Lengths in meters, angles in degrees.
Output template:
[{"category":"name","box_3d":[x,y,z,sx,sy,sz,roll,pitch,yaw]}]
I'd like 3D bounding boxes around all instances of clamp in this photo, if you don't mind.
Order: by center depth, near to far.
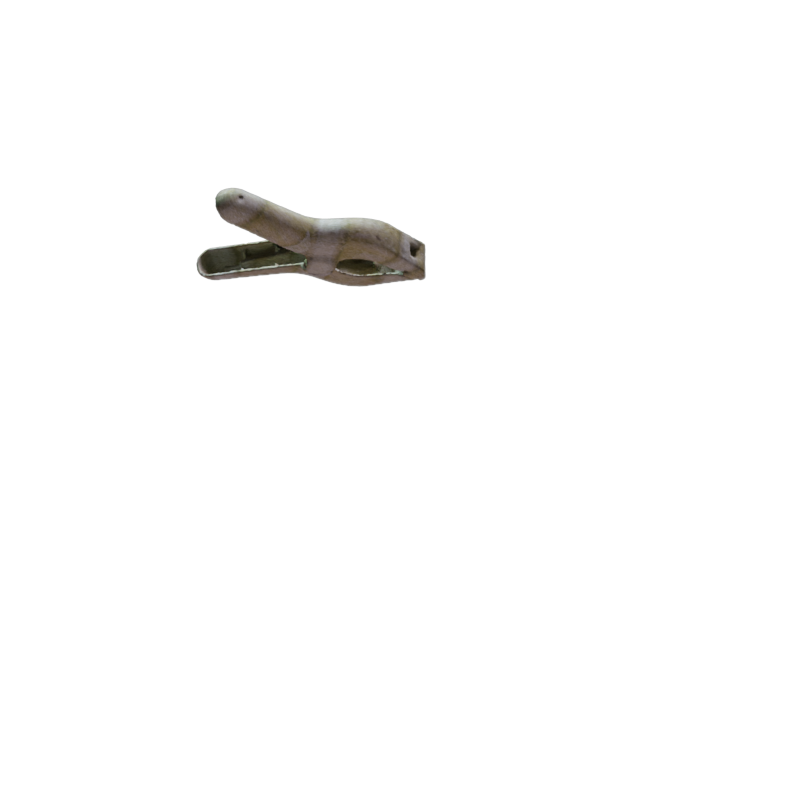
[{"category":"clamp","box_3d":[-0.063,-0.114,0.800,0.170,0.041,0.116,1,-13,-5]}]
